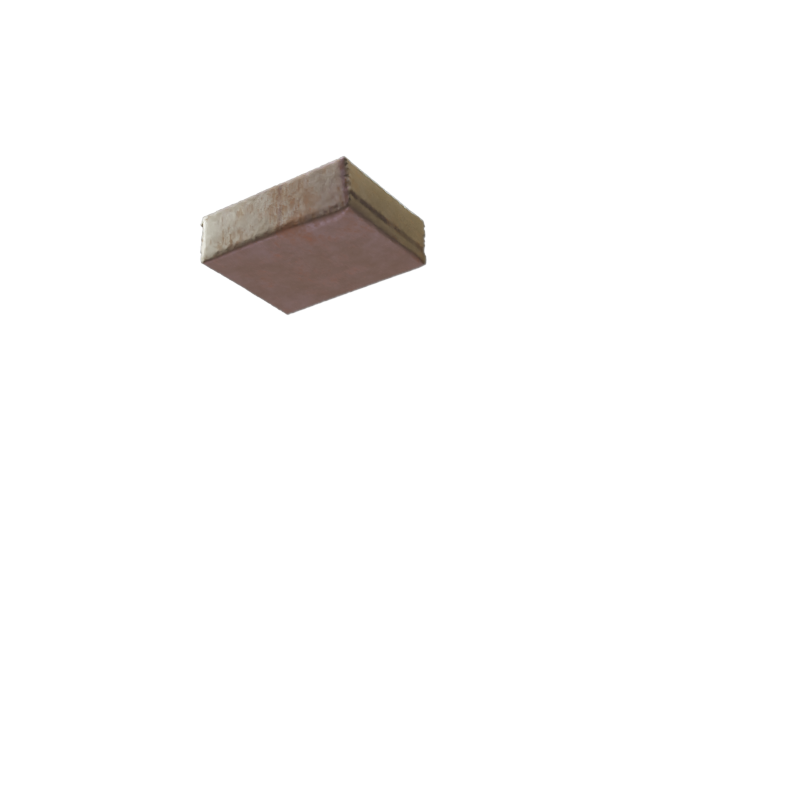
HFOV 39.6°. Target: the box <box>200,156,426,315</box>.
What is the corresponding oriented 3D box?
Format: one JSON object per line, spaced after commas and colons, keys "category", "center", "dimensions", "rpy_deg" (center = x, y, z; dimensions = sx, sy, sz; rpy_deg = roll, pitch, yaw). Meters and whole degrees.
{"category": "box", "center": [-0.054, -0.098, 0.689], "dimensions": [0.115, 0.041, 0.084], "rpy_deg": [-15, -28, 30]}
